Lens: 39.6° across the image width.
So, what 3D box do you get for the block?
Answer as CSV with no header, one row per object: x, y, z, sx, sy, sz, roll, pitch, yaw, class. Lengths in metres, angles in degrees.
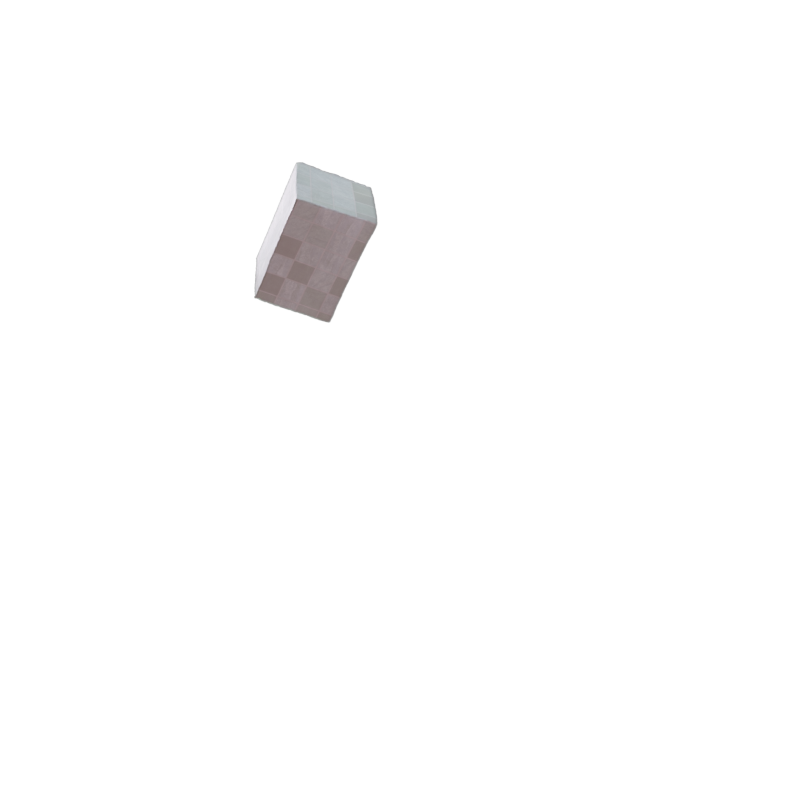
-0.054,-0.098,0.687,0.051,0.075,0.055,19,32,-15,block
